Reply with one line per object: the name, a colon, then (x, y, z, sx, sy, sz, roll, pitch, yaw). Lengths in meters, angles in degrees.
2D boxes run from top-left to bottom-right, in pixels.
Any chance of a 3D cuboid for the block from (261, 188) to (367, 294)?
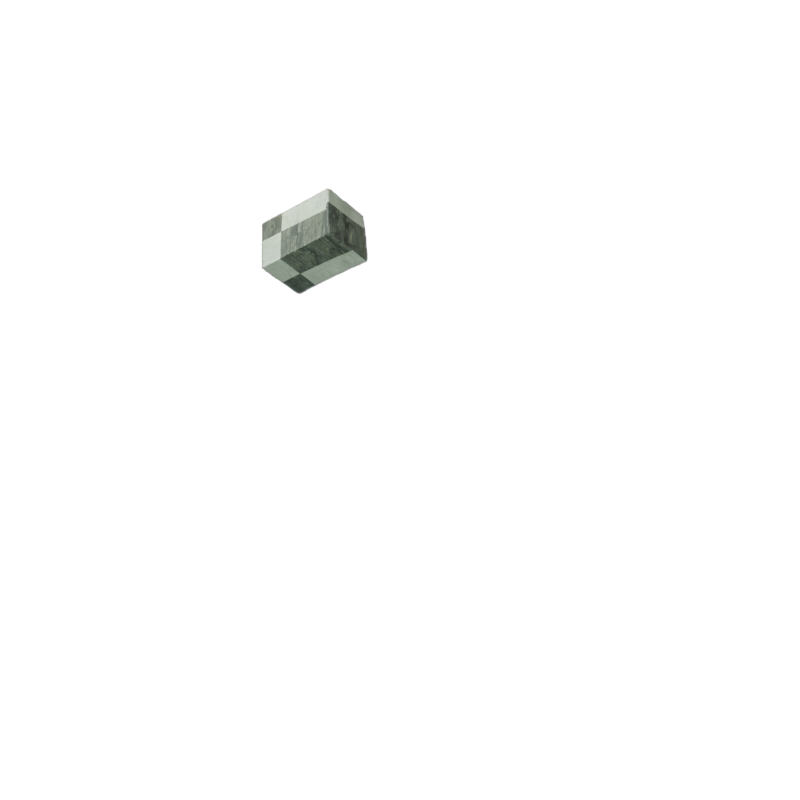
block: (-0.075, -0.136, 0.956, 0.078, 0.055, 0.049, -23, -39, 30)
